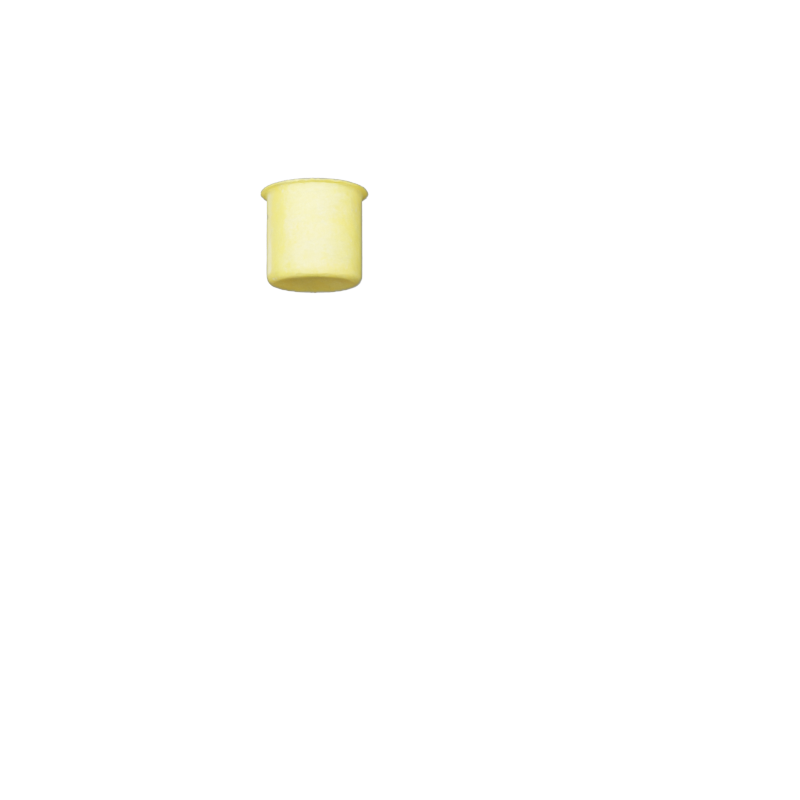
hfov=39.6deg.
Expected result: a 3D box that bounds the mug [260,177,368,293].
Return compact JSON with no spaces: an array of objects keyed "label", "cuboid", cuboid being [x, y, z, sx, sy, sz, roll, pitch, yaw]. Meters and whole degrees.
[{"label":"mug","cuboid":[-0.075,-0.137,0.961,0.092,0.084,0.115,1,-8,-8]}]
